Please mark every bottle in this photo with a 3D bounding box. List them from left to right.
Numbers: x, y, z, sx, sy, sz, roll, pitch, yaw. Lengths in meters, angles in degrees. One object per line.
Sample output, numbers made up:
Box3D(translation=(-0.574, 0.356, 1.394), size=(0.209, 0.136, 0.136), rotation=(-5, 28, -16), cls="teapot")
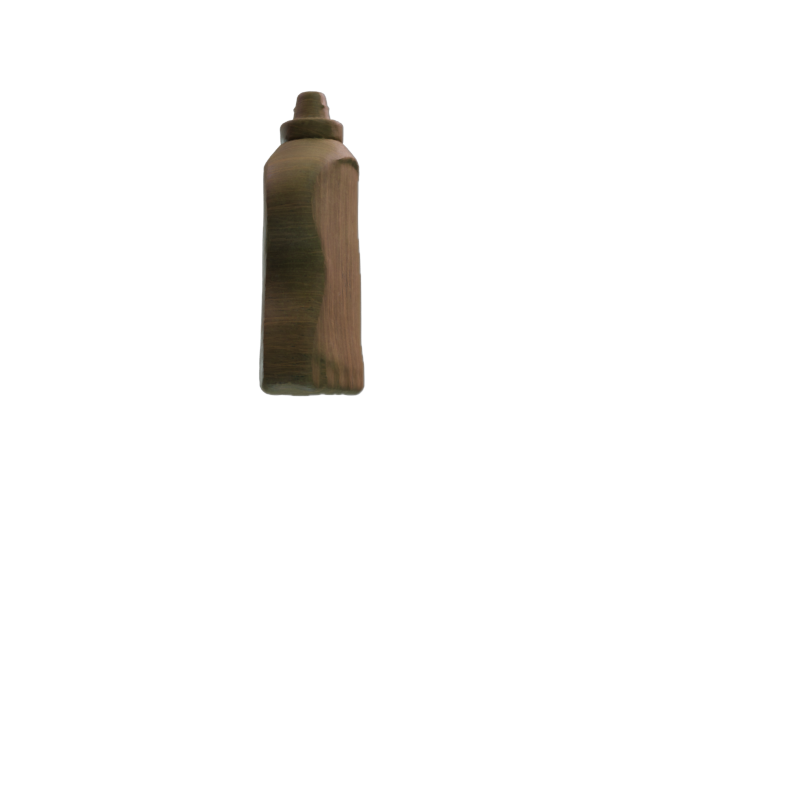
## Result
Box3D(translation=(-0.055, -0.100, 0.697), size=(0.060, 0.196, 0.092), rotation=(-3, -8, 20), cls="bottle")
